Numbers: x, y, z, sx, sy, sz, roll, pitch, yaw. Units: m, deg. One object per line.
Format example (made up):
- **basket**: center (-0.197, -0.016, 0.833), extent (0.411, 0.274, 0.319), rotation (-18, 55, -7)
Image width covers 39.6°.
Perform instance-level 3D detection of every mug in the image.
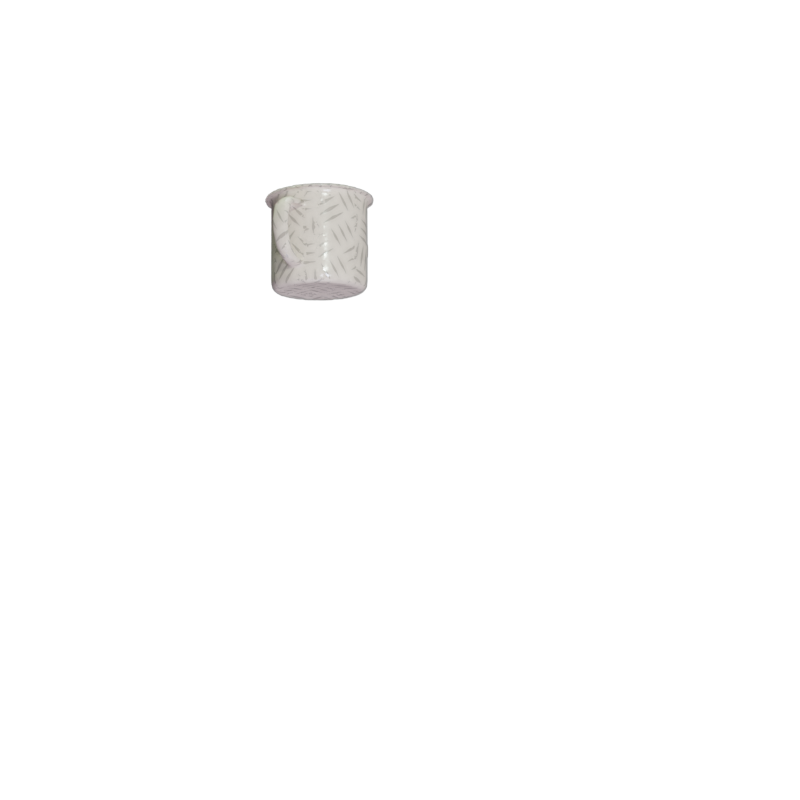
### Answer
- **mug**: center (-0.073, -0.133, 0.931), extent (0.095, 0.084, 0.111), rotation (-5, -11, 22)
